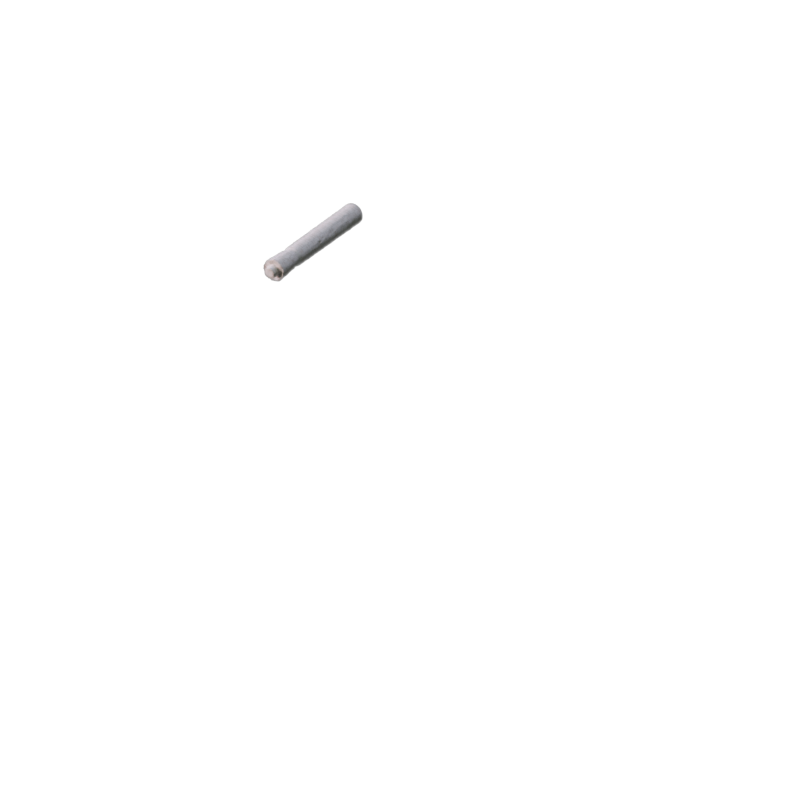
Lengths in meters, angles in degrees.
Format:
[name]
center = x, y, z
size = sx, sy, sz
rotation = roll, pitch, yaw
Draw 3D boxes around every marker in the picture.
[marker]
center = -0.069, -0.126, 0.880
size = 0.020, 0.019, 0.123
rotation = 2, 30, 34
